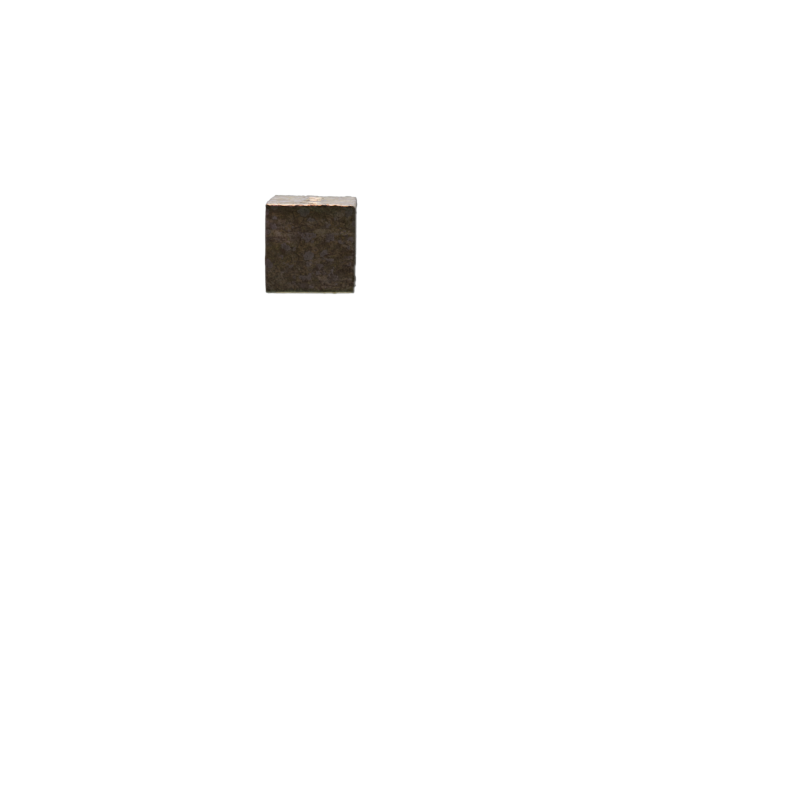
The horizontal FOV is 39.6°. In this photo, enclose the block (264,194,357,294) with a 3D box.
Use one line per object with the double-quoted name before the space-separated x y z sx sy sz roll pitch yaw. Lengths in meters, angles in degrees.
"block" -0.052 -0.094 0.658 0.053 0.050 0.080 0 12 -1
